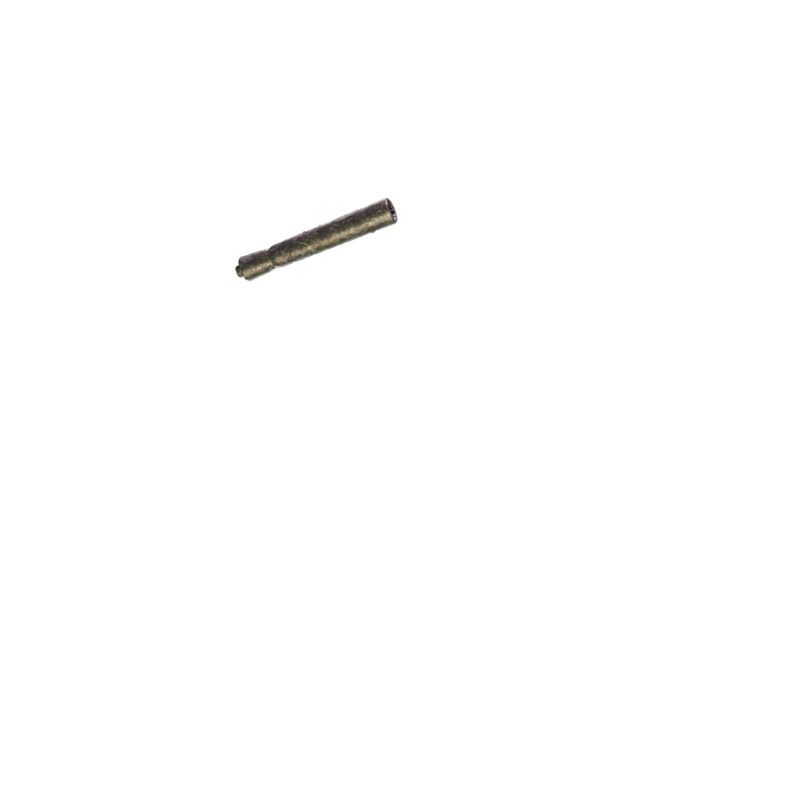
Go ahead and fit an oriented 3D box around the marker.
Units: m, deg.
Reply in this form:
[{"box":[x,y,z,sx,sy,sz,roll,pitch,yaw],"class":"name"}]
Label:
[{"box":[-0.060,-0.110,0.767,0.122,0.020,0.019,-19,-2,18],"class":"marker"}]
